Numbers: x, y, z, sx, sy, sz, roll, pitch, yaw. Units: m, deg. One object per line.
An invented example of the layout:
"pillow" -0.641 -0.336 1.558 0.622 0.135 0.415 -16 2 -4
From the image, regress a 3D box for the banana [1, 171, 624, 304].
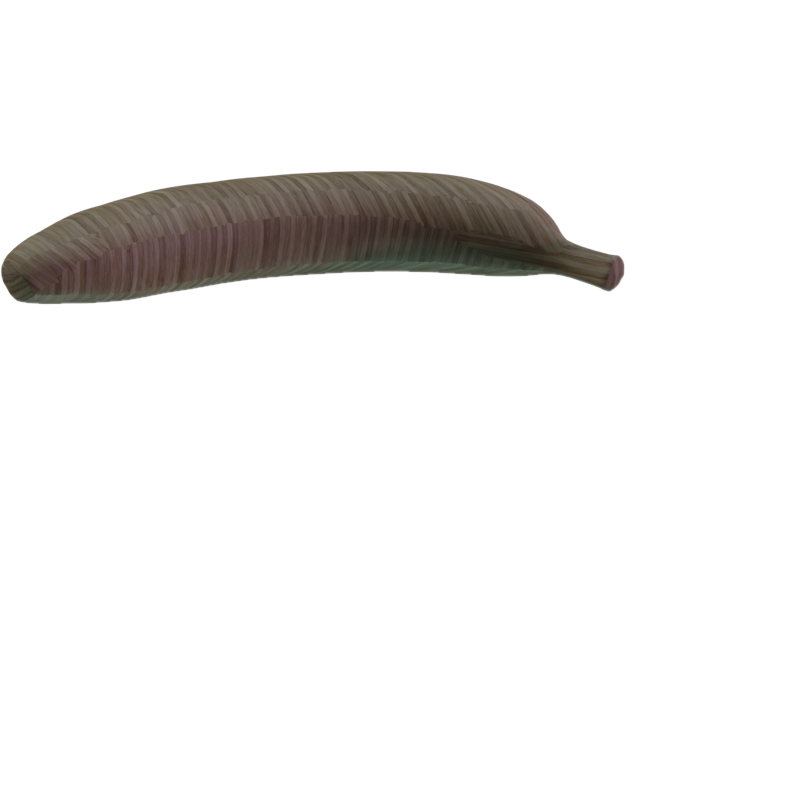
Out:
"banana" -0.029 -0.056 0.369 0.194 0.036 0.073 -4 16 -14
